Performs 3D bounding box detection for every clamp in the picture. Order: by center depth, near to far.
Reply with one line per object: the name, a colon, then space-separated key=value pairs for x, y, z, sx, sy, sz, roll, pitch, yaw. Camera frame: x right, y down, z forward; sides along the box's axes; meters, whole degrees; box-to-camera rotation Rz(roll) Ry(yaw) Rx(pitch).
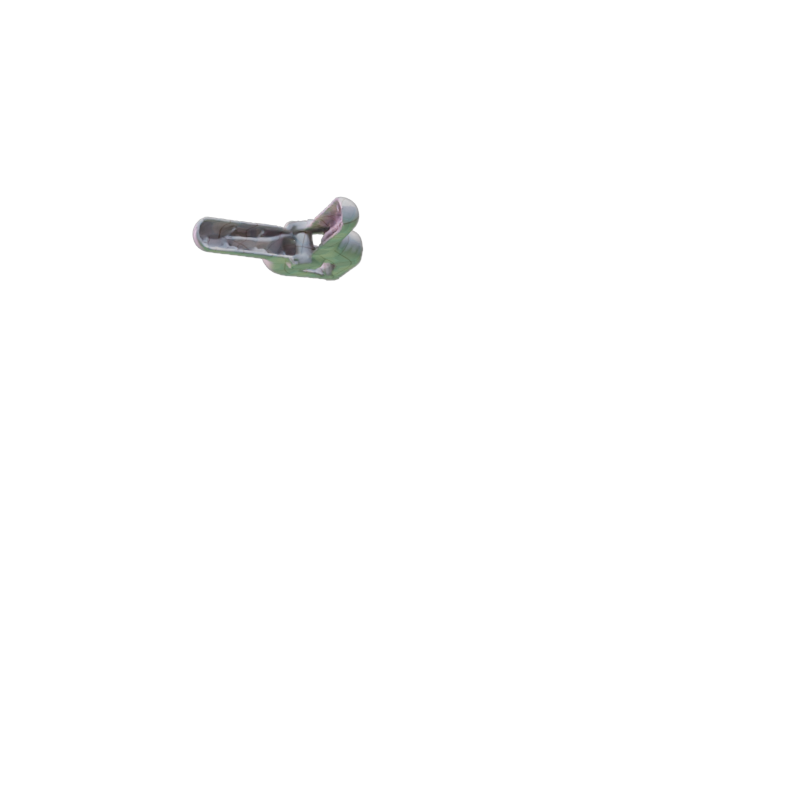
clamp: x=-0.065 y=-0.119 z=0.836 sx=0.123 sy=0.040 sz=0.165 roll=-1 pitch=-1 yaw=22
